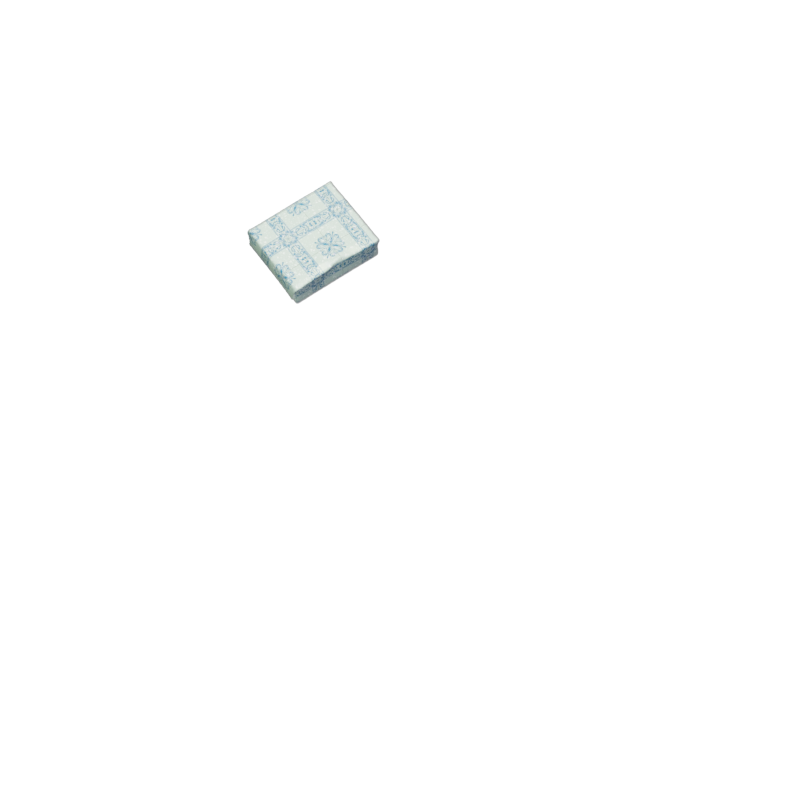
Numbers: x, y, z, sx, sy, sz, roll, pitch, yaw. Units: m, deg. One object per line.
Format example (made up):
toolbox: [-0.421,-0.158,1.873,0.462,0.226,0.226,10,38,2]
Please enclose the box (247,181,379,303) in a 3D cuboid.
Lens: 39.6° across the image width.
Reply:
box: [-0.074,-0.135,0.947,0.089,0.077,0.028,-32,-23,-16]
